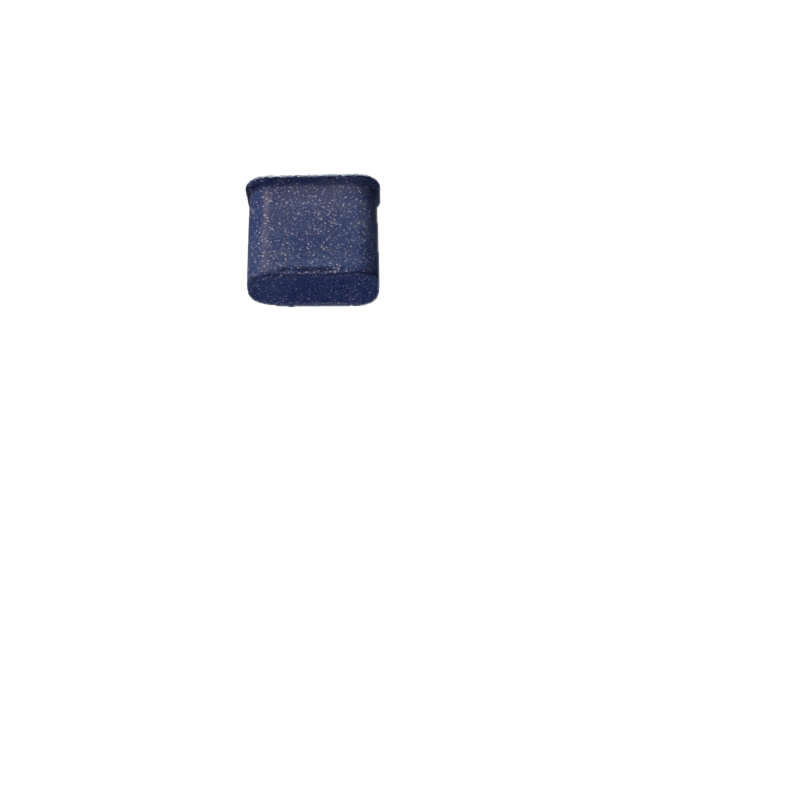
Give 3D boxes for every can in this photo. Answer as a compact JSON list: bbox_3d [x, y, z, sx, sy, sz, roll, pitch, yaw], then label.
[{"bbox_3d":[-0.064,-0.118,0.824,0.102,0.089,0.054,-1,-26,1],"label":"can"}]
